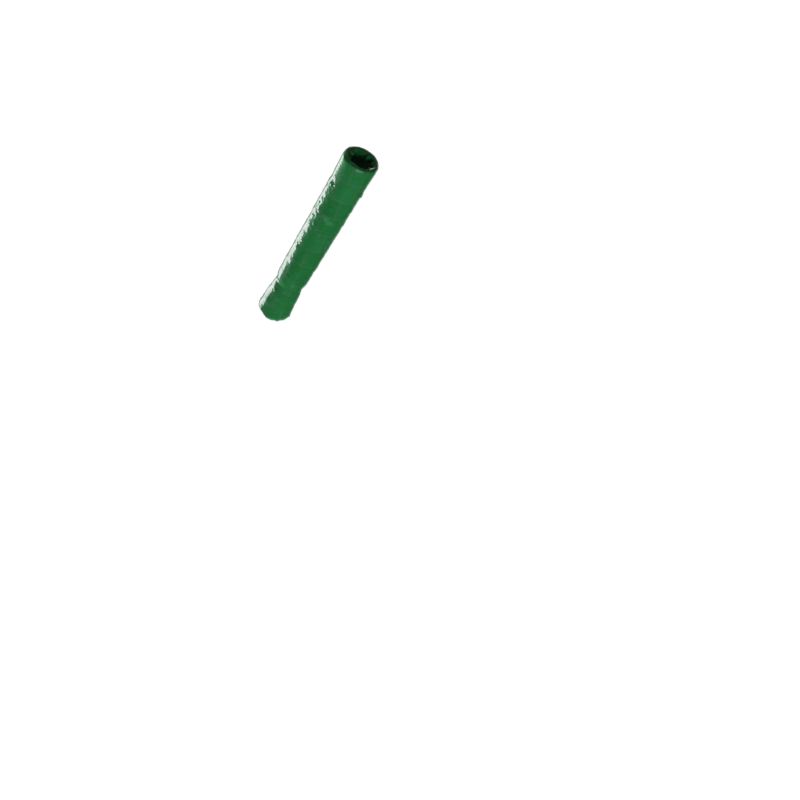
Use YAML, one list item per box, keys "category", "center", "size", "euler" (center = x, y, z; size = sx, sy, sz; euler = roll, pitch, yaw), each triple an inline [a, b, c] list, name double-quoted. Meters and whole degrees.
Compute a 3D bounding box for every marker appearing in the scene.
- category: "marker"
  center: [-0.045, -0.082, 0.572]
  size: [0.019, 0.021, 0.116]
  euler: [-1, -36, -35]
